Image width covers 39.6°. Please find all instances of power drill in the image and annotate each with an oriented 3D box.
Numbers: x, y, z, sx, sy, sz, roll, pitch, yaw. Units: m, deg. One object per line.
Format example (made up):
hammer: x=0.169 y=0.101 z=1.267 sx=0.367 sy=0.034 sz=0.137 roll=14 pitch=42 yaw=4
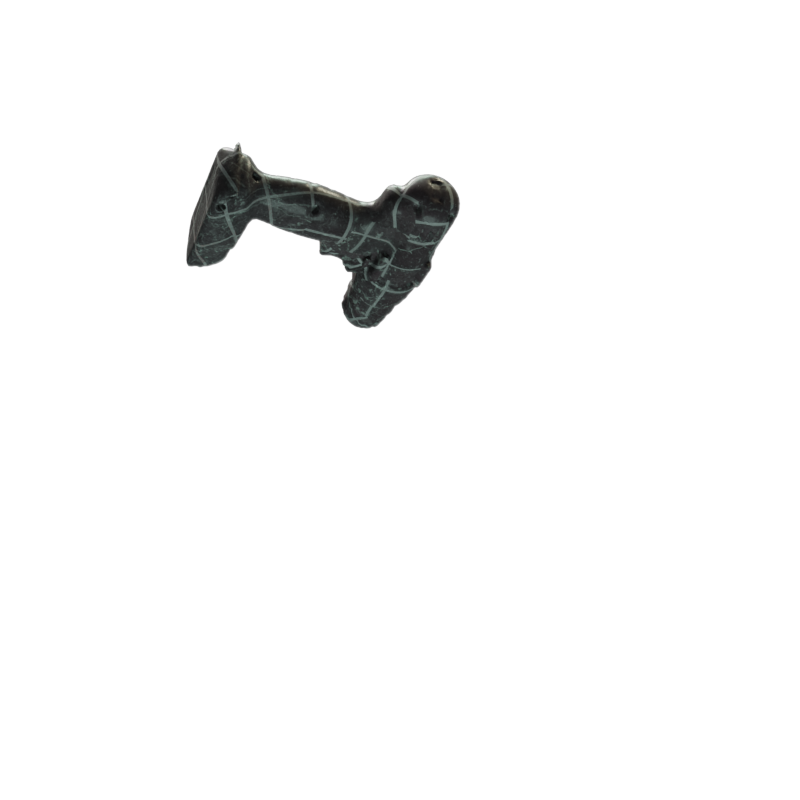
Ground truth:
power drill: x=-0.068 y=-0.124 z=0.866 sx=0.183 sy=0.061 sz=0.177 roll=10 pitch=-33 yaw=-16
